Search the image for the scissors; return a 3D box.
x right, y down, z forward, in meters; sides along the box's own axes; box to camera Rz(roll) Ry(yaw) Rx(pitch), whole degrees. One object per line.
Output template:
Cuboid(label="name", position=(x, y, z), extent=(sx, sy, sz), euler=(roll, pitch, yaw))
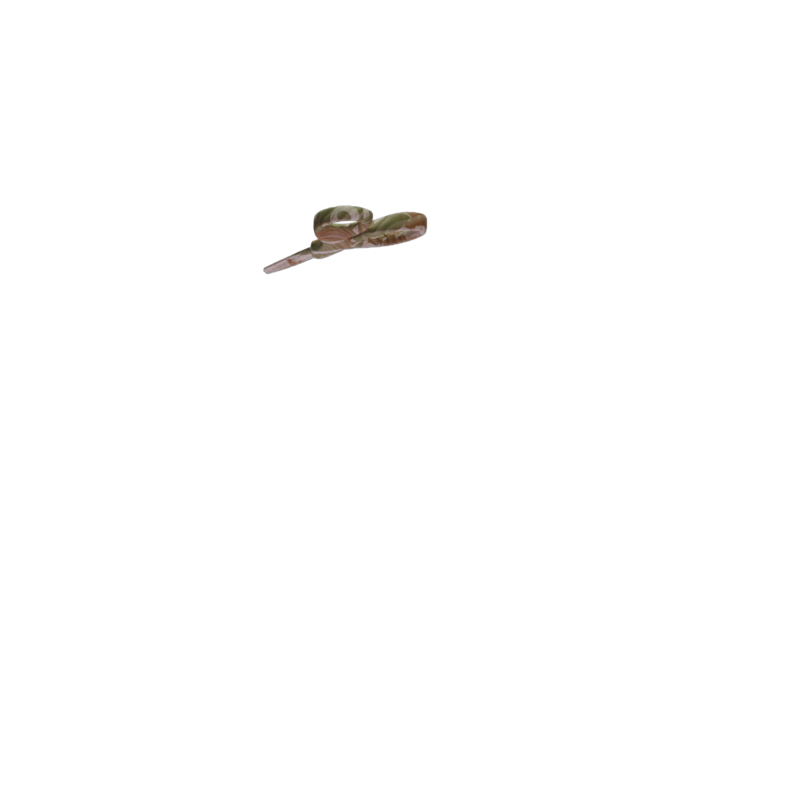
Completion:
Cuboid(label="scissors", position=(-0.071, -0.129, 0.904), extent=(0.207, 0.016, 0.091), euler=(-7, -11, 39))
